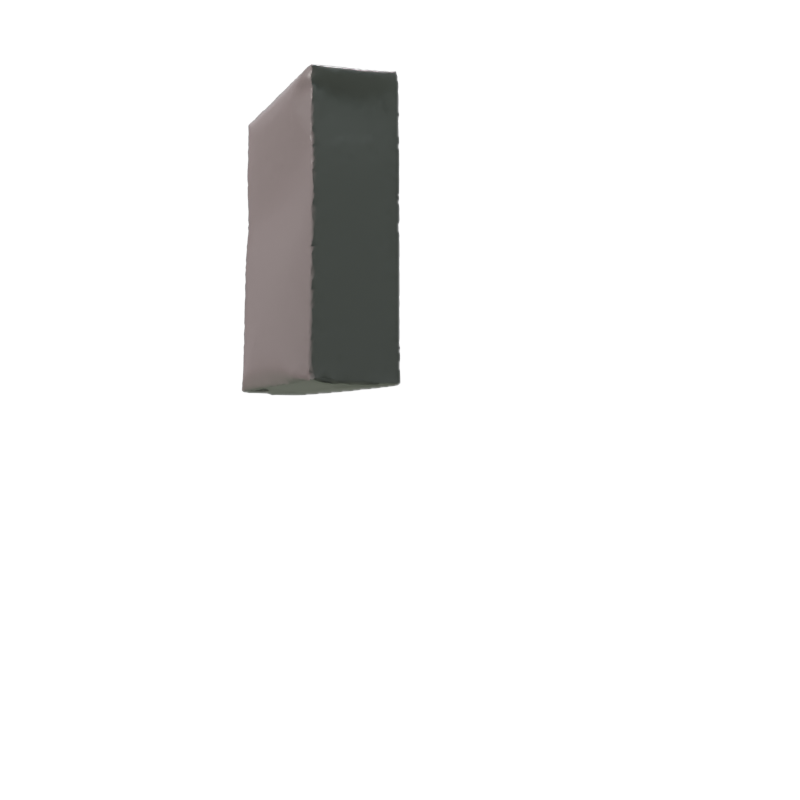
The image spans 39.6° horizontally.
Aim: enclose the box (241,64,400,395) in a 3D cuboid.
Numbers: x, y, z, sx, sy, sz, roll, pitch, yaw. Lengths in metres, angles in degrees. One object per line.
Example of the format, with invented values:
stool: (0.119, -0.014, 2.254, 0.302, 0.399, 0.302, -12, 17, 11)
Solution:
box: (-0.062, -0.113, 0.793, 0.070, 0.218, 0.166, 3, -7, -22)
